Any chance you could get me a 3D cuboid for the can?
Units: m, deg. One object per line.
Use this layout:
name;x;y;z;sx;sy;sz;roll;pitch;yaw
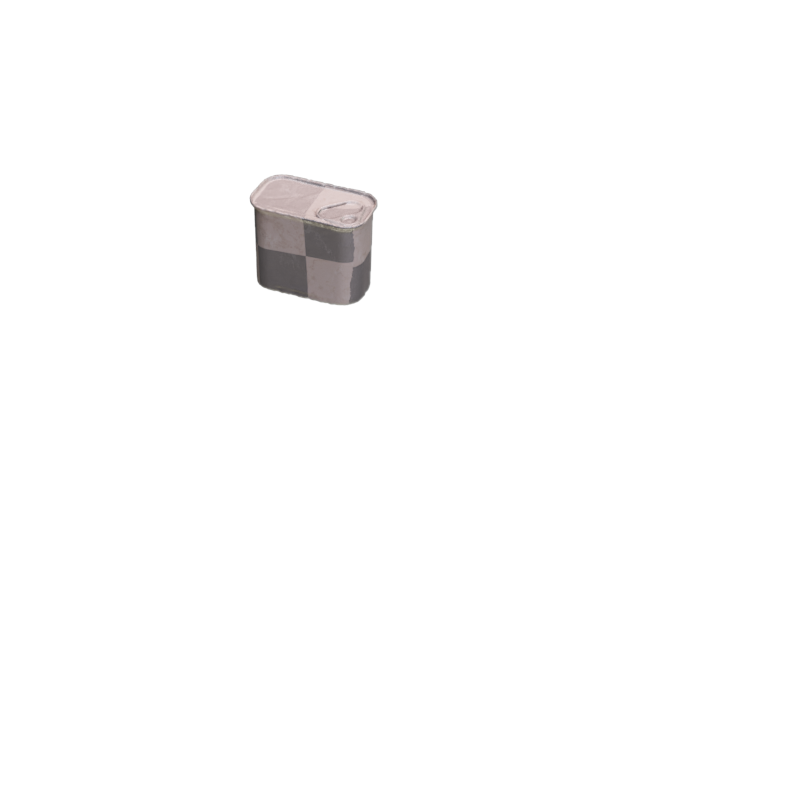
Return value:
can;-0.072;-0.132;0.924;0.105;0.078;0.059;15;39;17
